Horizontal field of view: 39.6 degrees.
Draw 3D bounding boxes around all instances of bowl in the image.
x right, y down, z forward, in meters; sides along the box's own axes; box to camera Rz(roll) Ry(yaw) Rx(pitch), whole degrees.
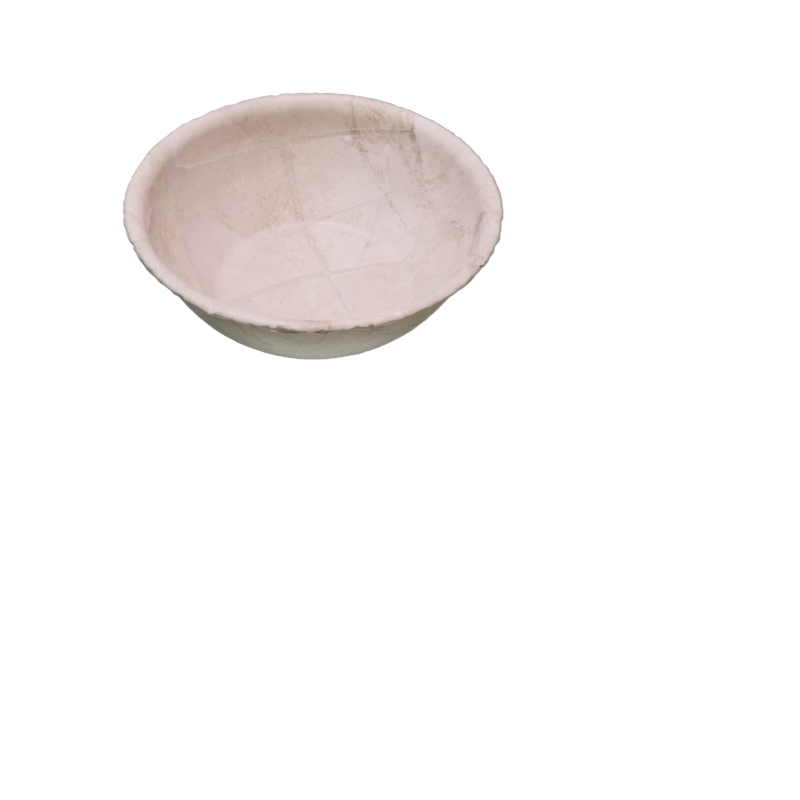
[{"bbox_3d":[-0.038,-0.070,0.491,0.162,0.174,0.051,-1,-45,-1],"label":"bowl"}]
